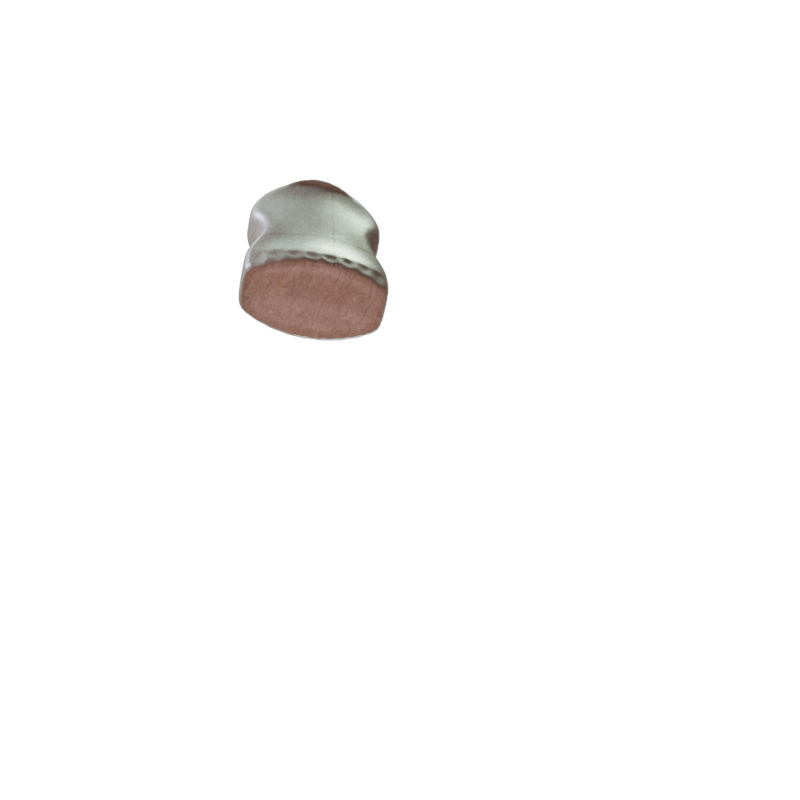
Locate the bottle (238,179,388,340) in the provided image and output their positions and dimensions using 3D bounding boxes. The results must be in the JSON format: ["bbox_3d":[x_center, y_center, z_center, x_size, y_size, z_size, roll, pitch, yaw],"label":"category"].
[{"bbox_3d":[-0.062,-0.113,0.795,0.095,0.055,0.203,6,30,-7],"label":"bottle"}]
